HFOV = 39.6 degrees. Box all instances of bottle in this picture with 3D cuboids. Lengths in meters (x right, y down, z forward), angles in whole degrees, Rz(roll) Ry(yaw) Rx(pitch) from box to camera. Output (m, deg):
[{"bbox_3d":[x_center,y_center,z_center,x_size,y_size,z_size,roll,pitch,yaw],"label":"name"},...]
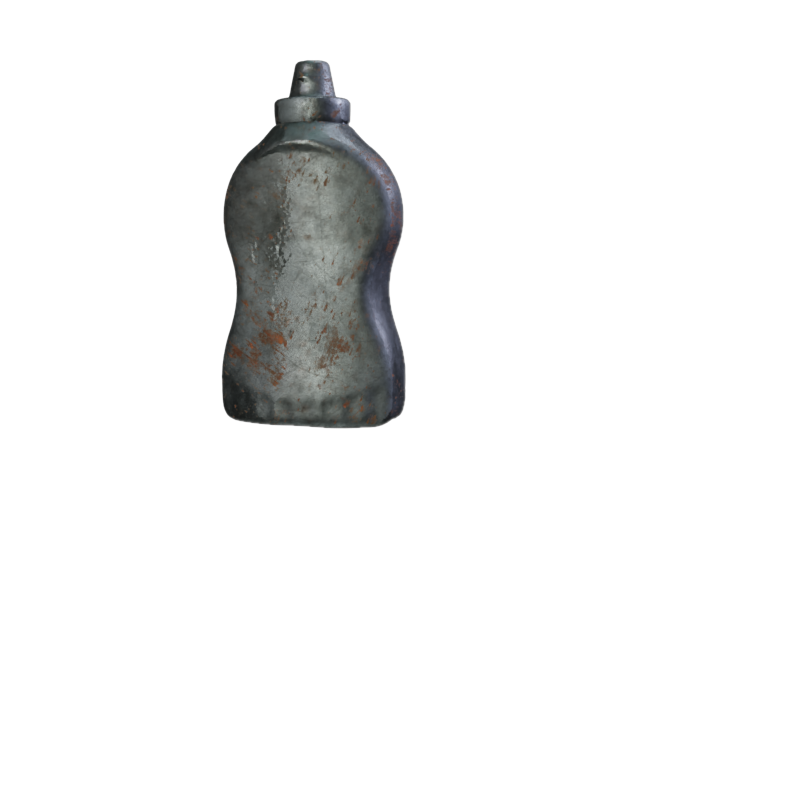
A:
[{"bbox_3d":[-0.047,-0.085,0.592,0.098,0.192,0.057,0,0,19],"label":"bottle"}]
